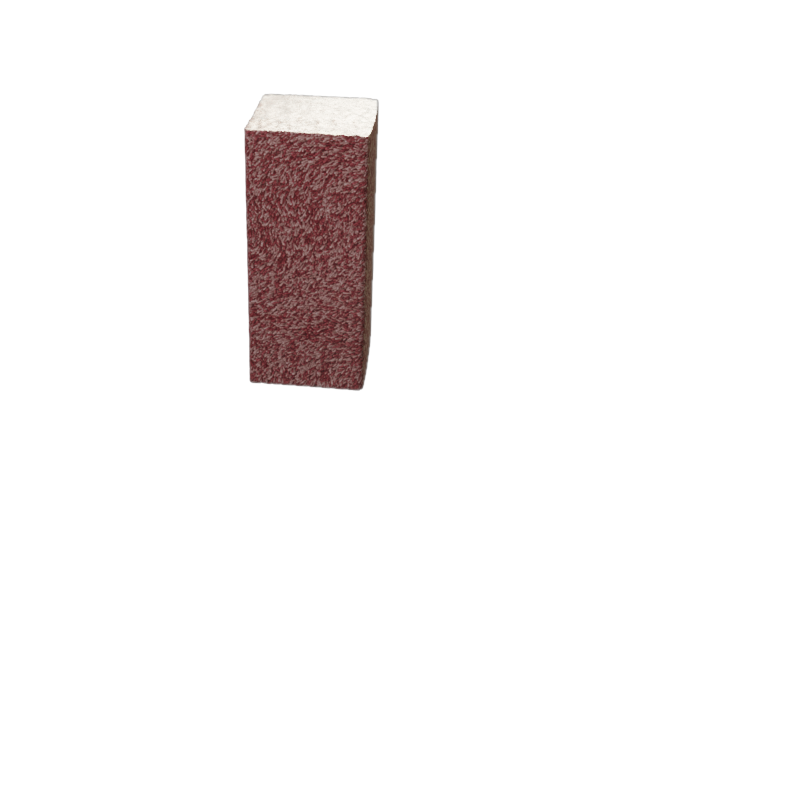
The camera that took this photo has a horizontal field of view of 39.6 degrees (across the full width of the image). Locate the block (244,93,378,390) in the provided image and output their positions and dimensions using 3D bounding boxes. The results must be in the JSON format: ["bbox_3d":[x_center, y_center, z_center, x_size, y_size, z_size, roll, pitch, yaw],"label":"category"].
[{"bbox_3d":[-0.066,-0.121,0.849,0.091,0.195,0.095,4,27,4],"label":"block"}]
